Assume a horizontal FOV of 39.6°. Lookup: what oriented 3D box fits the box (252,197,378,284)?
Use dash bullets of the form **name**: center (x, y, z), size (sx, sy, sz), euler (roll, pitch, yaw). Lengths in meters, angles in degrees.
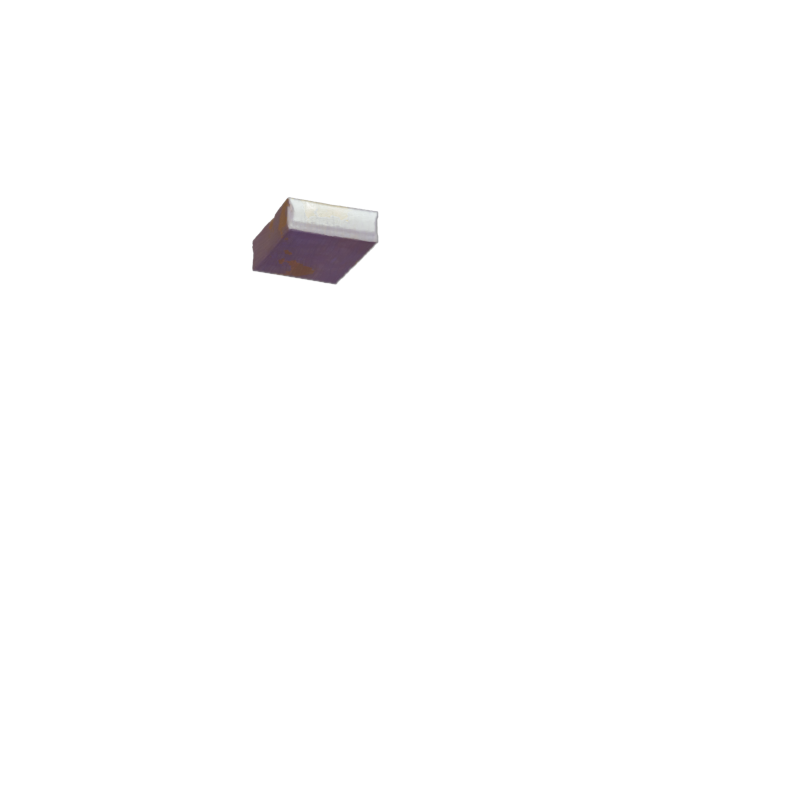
- **box**: center (-0.067, -0.122, 0.856), size (0.071, 0.032, 0.088), euler (7, -19, -22)
